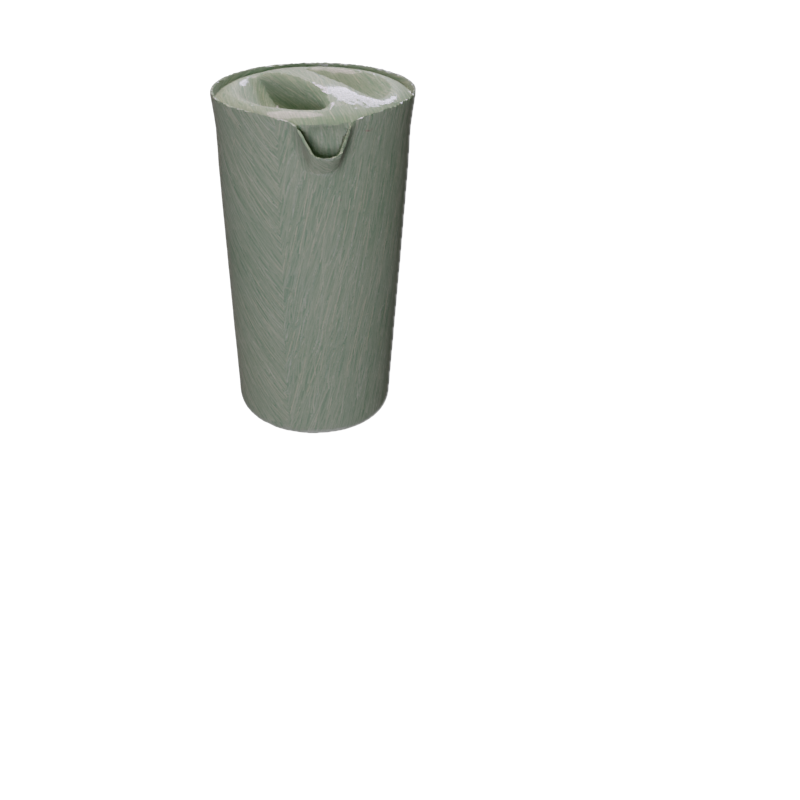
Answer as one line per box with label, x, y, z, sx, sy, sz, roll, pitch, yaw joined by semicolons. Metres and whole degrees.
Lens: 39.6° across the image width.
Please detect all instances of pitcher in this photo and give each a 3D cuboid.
pitcher;-0.061;-0.111;0.775;0.153;0.230;0.149;19;32;31
